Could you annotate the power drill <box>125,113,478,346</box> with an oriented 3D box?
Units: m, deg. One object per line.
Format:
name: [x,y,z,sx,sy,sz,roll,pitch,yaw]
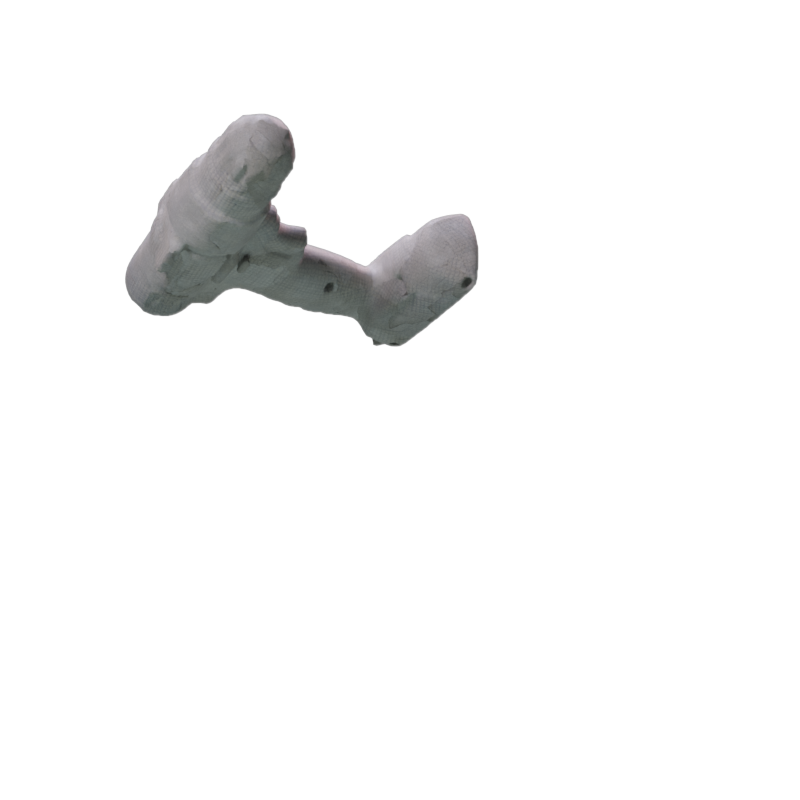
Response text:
power drill: [-0.051,-0.093,0.654,0.180,0.061,0.181,12,-27,-26]
